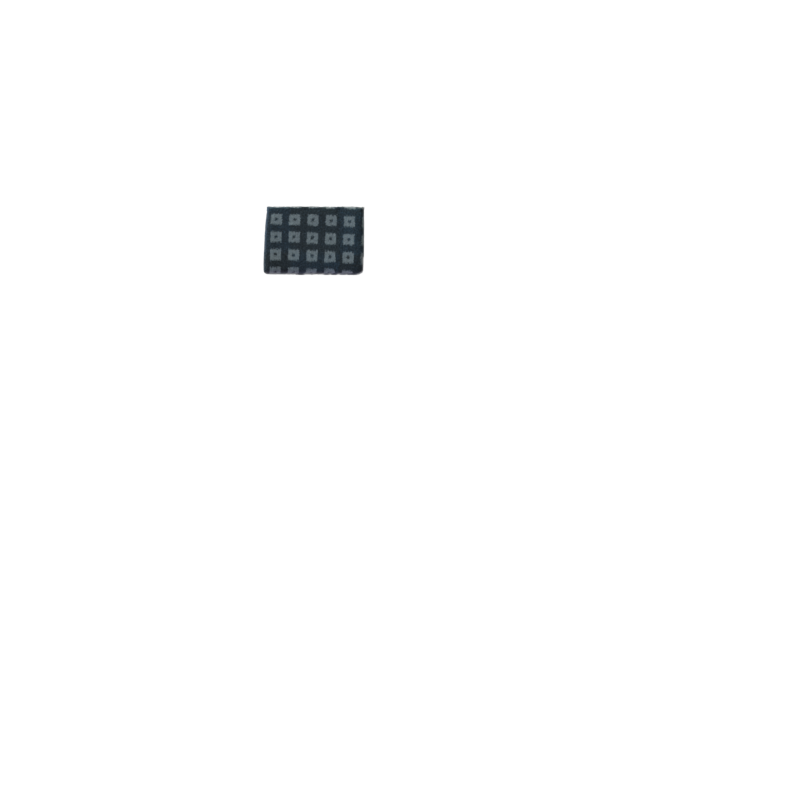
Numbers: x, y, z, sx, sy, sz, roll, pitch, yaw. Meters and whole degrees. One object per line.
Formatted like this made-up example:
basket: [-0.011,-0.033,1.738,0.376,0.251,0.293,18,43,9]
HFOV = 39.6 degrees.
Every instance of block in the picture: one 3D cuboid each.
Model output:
block: [-0.069,-0.125,0.875,0.078,0.051,0.053,0,0,-3]
